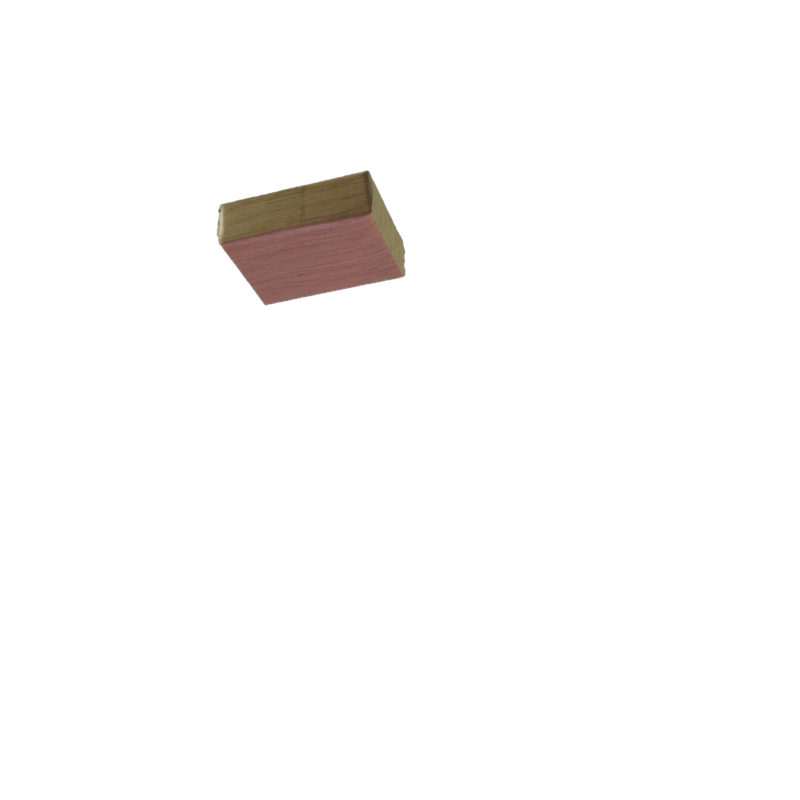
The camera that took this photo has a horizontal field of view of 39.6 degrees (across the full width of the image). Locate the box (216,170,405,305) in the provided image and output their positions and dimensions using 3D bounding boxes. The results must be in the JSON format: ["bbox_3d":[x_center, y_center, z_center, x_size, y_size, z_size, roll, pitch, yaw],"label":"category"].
[{"bbox_3d":[-0.061,-0.112,0.785,0.115,0.041,0.083,-8,-29,15],"label":"box"}]
